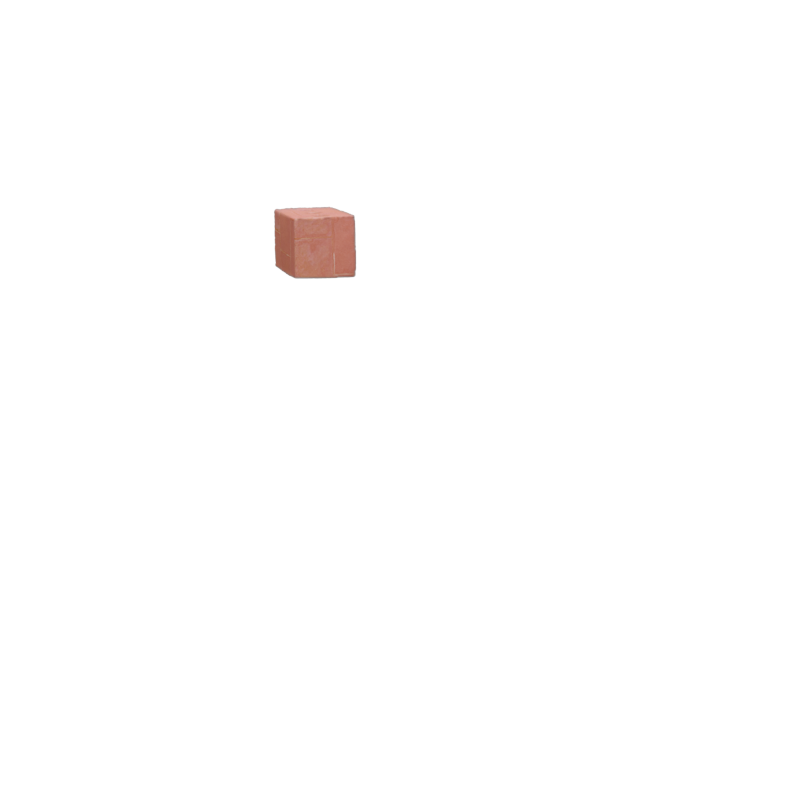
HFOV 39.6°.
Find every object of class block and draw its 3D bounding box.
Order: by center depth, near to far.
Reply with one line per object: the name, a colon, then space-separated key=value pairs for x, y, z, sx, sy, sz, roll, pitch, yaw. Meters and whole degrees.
block: x=-0.073 y=-0.133 z=0.935 sx=0.052 sy=0.050 sz=0.082 roll=-3 pitch=14 yaw=-18
